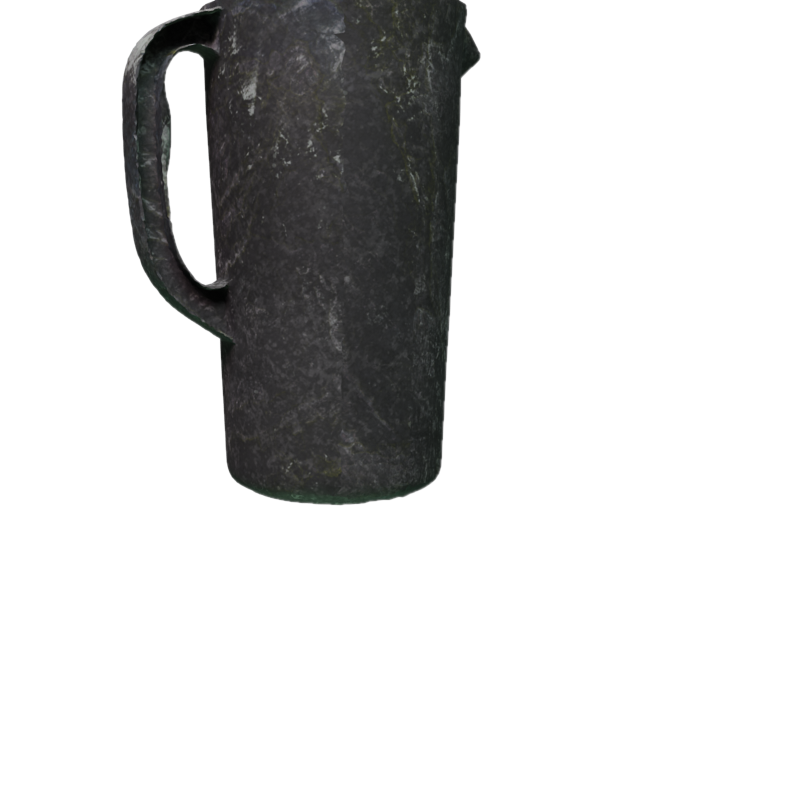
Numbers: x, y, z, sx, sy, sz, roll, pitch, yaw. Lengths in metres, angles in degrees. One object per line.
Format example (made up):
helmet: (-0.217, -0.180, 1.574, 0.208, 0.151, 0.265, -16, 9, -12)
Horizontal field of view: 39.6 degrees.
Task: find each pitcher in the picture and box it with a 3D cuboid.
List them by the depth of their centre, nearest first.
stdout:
pitcher: (-0.043, -0.079, 0.550, 0.152, 0.242, 0.143, 1, 3, 16)
